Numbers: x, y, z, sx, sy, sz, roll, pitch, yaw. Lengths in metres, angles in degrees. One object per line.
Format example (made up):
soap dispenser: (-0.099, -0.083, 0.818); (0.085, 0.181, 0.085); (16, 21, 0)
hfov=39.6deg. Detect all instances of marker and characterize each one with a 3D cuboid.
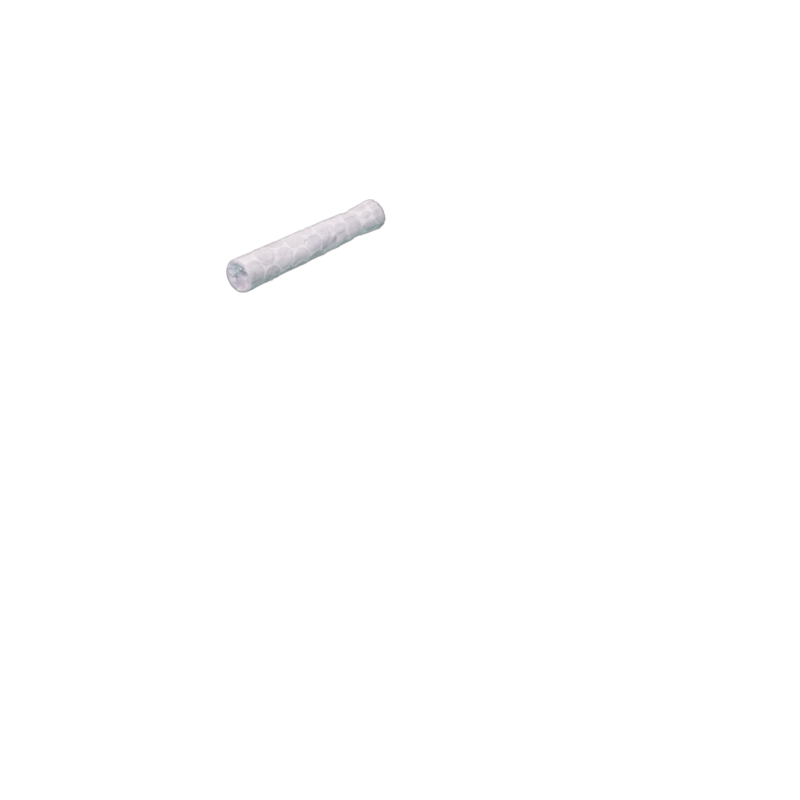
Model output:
marker: (-0.048, -0.088, 0.618); (0.021, 0.019, 0.121); (3, 25, 39)
